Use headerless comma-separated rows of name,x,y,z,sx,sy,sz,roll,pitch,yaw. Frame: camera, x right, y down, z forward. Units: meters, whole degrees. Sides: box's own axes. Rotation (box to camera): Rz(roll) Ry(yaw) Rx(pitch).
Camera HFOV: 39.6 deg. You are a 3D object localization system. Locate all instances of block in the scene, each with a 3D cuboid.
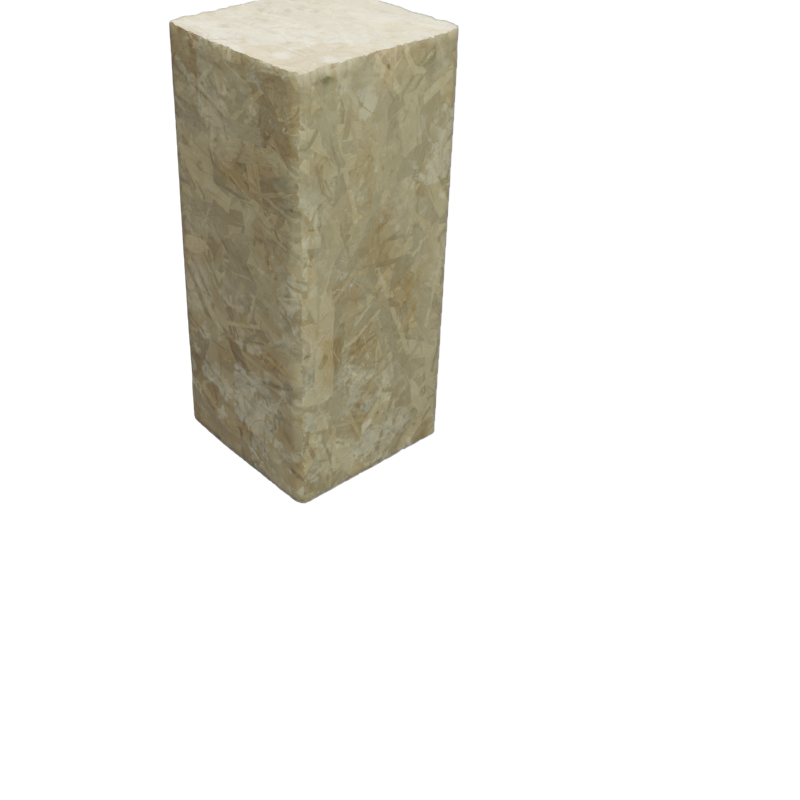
block,-0.039,-0.072,0.506,0.090,0.194,0.097,-23,38,-36
